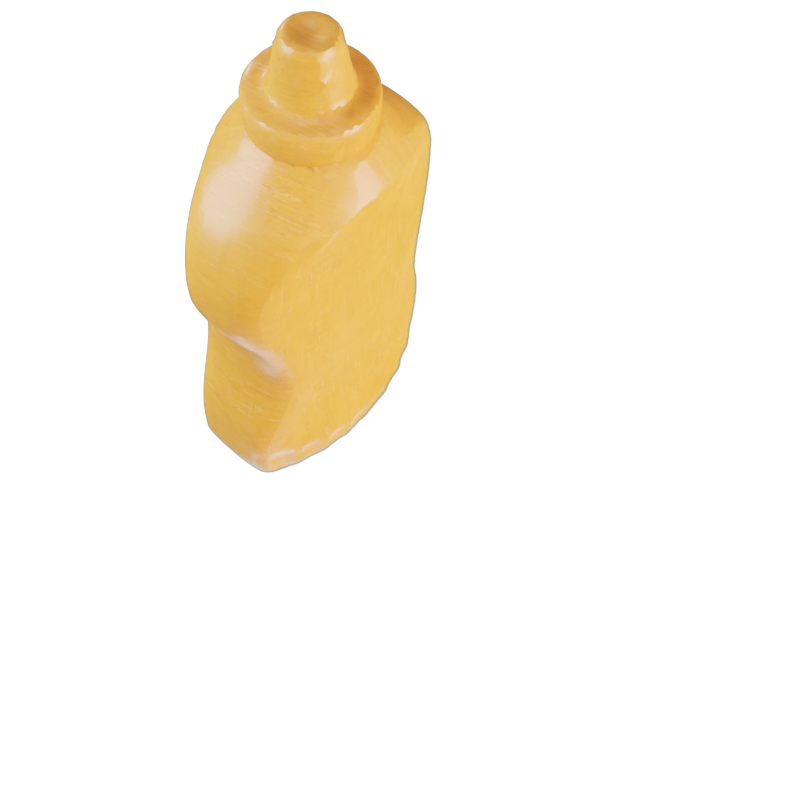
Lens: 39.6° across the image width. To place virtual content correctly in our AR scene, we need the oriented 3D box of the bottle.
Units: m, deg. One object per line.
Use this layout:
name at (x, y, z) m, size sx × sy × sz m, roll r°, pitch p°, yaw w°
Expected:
bottle at (-0.030, -0.054, 0.373) m, size 0.061 × 0.098 × 0.180 m, roll 37°, pitch -26°, yaw 16°
